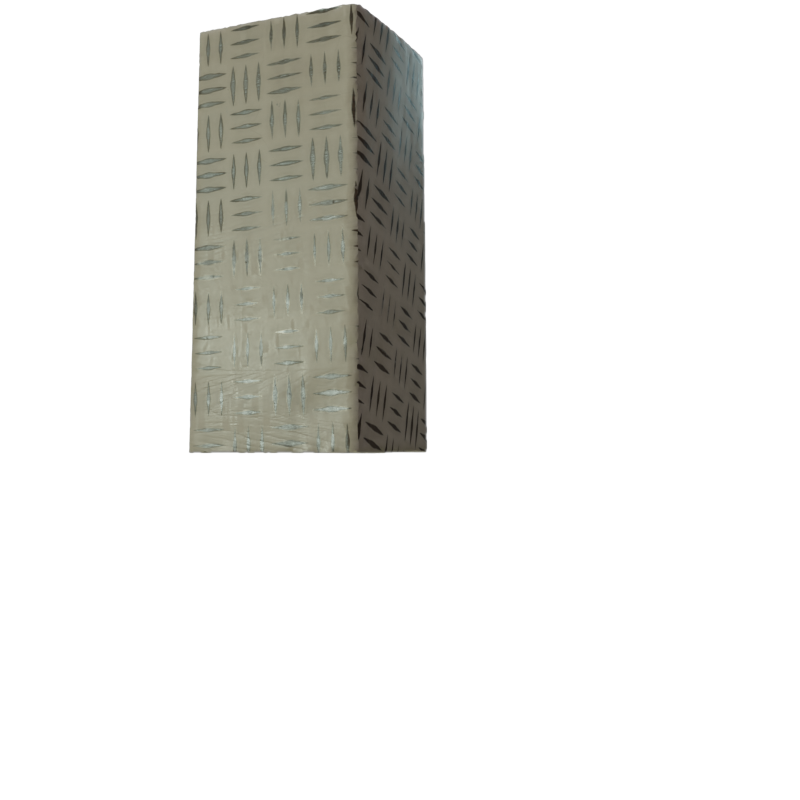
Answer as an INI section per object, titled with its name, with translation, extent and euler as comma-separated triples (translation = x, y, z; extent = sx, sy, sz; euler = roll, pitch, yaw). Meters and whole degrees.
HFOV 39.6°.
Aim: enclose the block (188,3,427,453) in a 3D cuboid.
[block]
translation = -0.043, -0.079, 0.552
extent = 0.093, 0.211, 0.086
euler = -5, -10, 24
